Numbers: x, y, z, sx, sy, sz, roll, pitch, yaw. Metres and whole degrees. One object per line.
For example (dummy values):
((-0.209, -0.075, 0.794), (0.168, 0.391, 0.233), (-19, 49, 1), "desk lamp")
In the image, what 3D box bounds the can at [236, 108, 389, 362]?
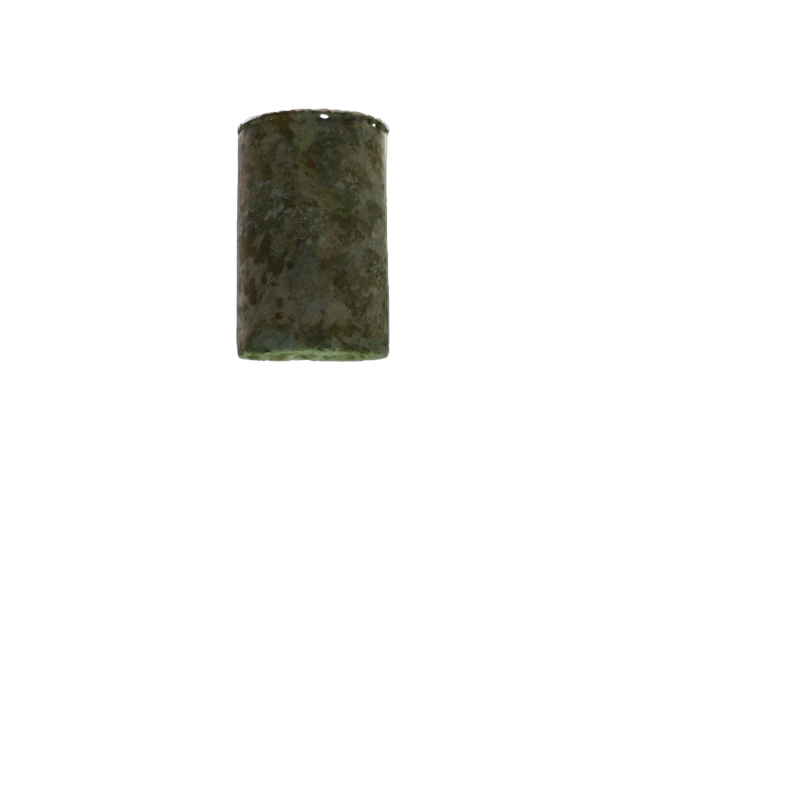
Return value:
((-0.038, -0.070, 0.487), (0.068, 0.104, 0.067), (0, -7, -2), "can")
